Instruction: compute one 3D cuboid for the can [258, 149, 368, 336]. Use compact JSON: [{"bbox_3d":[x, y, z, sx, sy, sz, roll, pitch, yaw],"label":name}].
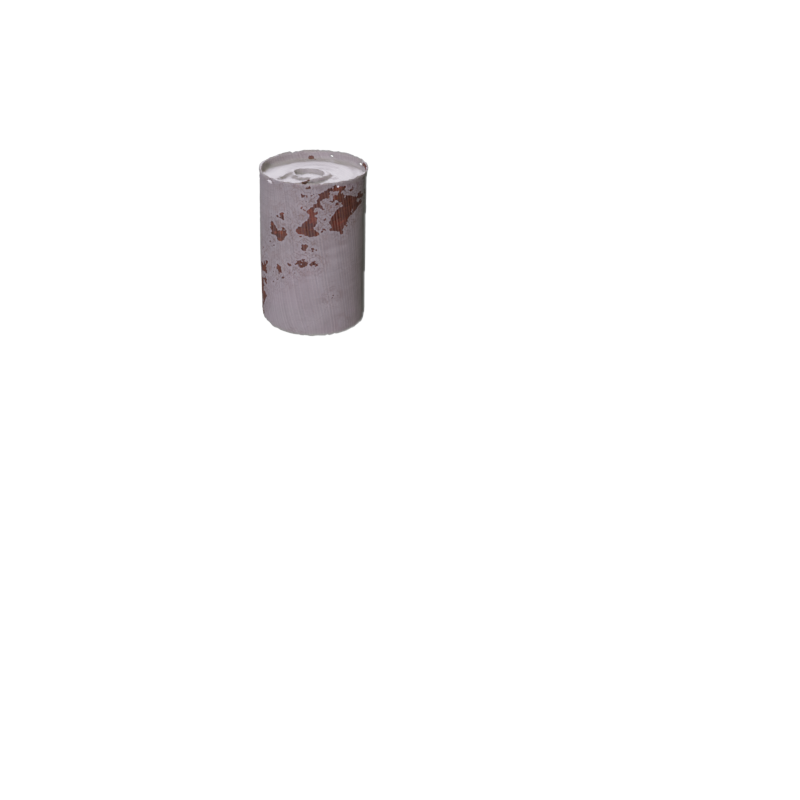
[{"bbox_3d":[-0.055,-0.101,0.705,0.068,0.097,0.072,0,25,-2],"label":"can"}]
